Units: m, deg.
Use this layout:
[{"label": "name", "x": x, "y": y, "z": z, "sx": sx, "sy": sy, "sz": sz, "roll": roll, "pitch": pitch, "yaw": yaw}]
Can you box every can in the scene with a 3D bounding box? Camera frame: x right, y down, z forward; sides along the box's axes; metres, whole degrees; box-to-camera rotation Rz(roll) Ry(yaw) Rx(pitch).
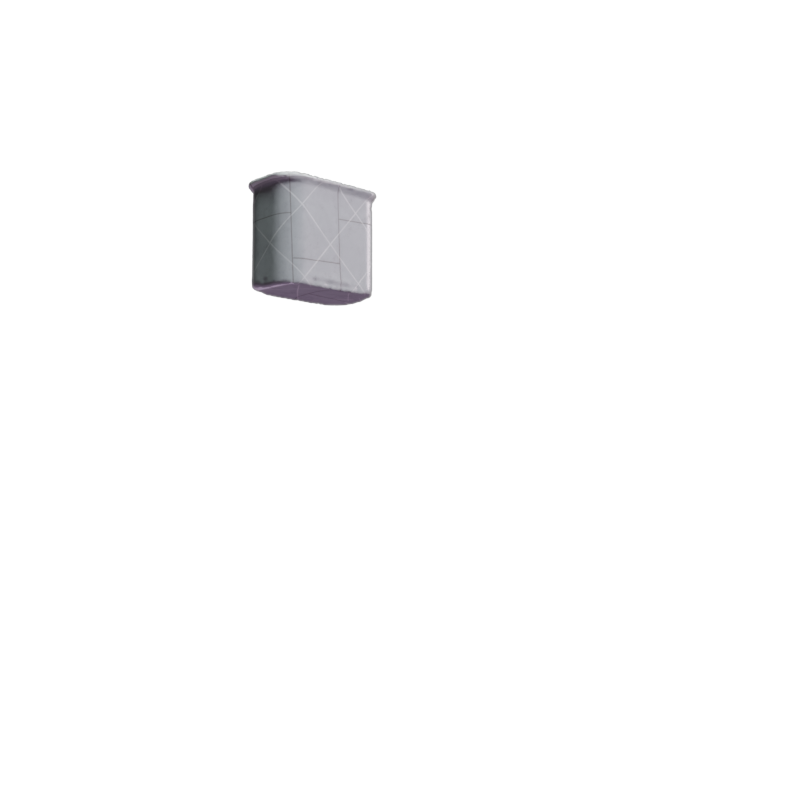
[{"label": "can", "x": -0.066, "y": -0.121, "z": 0.848, "sx": 0.097, "sy": 0.086, "sz": 0.059, "roll": 8, "pitch": -14, "yaw": -43}]
